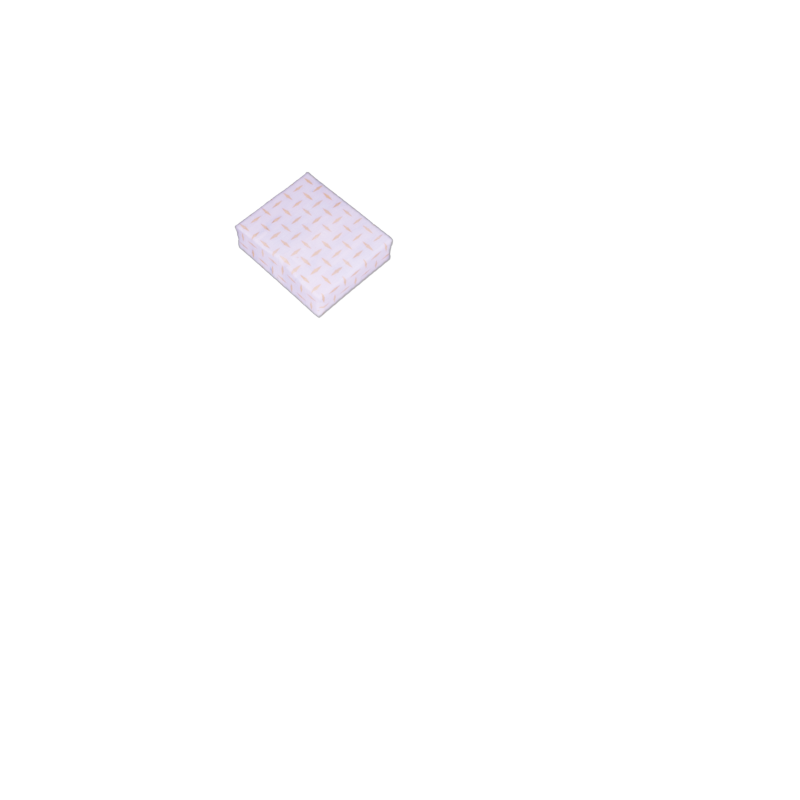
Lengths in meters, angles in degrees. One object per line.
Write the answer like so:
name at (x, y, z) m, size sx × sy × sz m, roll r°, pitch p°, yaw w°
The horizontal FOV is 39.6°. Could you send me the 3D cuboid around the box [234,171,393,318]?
box at (-0.062, -0.113, 0.793) m, size 0.074 × 0.094 × 0.028 m, roll -39°, pitch -25°, yaw -22°
